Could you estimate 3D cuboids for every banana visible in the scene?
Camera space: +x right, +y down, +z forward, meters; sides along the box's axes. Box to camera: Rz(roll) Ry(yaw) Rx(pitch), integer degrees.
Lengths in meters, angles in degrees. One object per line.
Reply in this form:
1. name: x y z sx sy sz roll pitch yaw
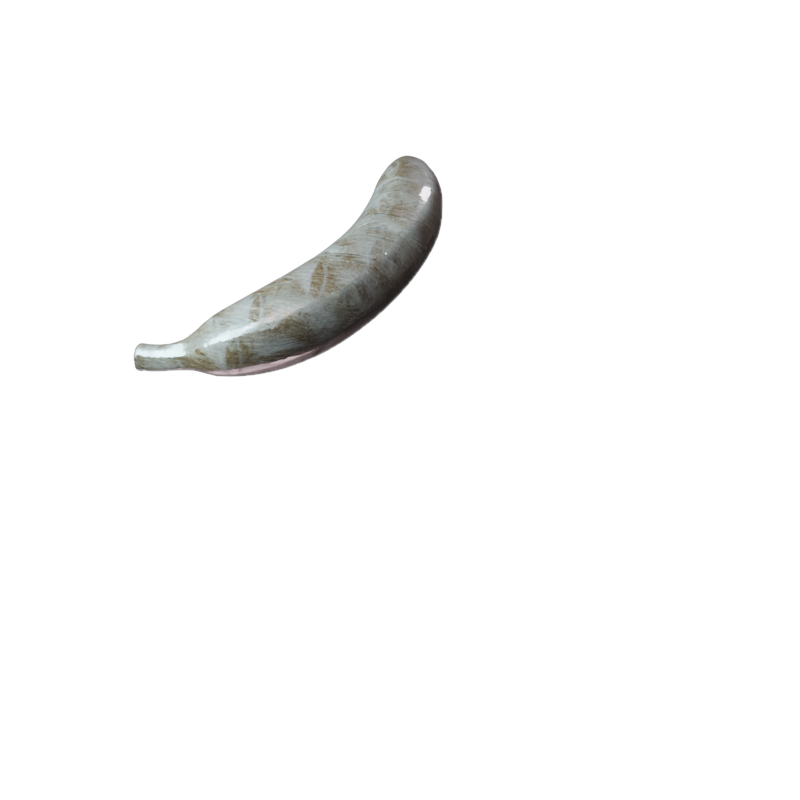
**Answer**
1. banana: -0.027 -0.063 0.496 0.073 0.034 0.200 24 45 27
